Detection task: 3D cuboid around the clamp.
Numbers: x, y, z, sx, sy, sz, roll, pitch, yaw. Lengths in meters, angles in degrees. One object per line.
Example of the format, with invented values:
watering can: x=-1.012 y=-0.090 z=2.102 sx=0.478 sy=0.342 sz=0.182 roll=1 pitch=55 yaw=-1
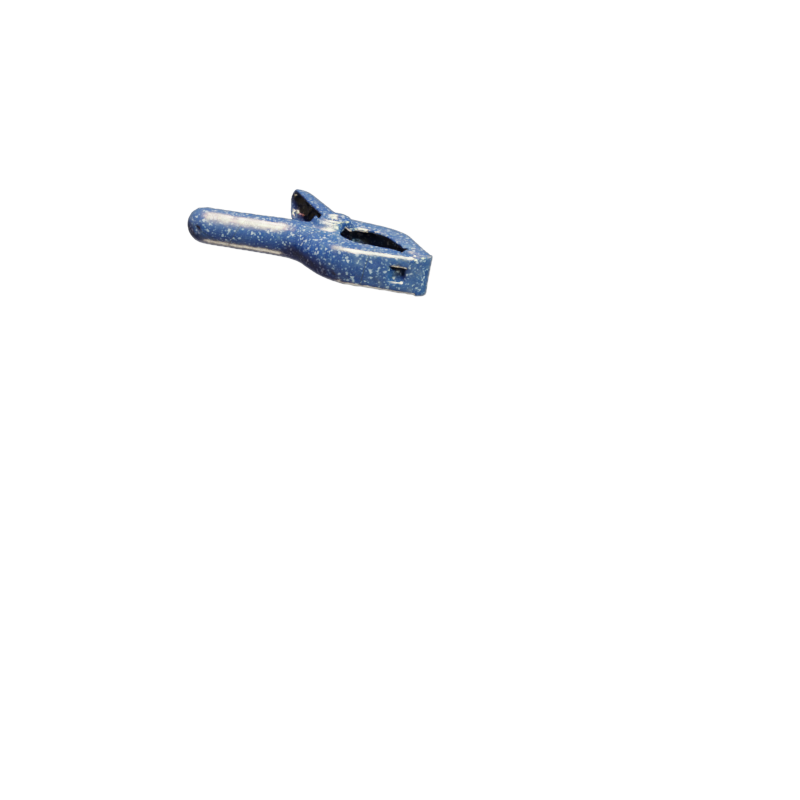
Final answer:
clamp: x=-0.059 y=-0.108 z=0.753 sx=0.118 sy=0.037 sz=0.183 roll=-21 pitch=33 yaw=-37
